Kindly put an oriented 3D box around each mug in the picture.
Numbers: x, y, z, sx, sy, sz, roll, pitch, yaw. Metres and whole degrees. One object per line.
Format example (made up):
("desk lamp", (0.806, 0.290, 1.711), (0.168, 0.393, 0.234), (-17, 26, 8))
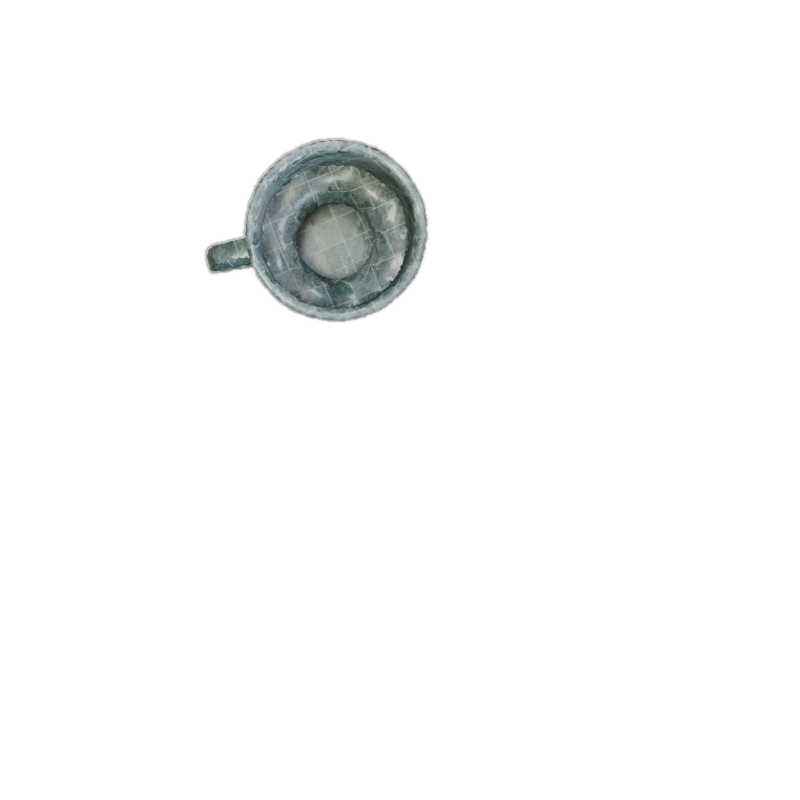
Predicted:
("mug", (-0.047, -0.086, 0.602), (0.117, 0.094, 0.081), (-15, -1, -2))
